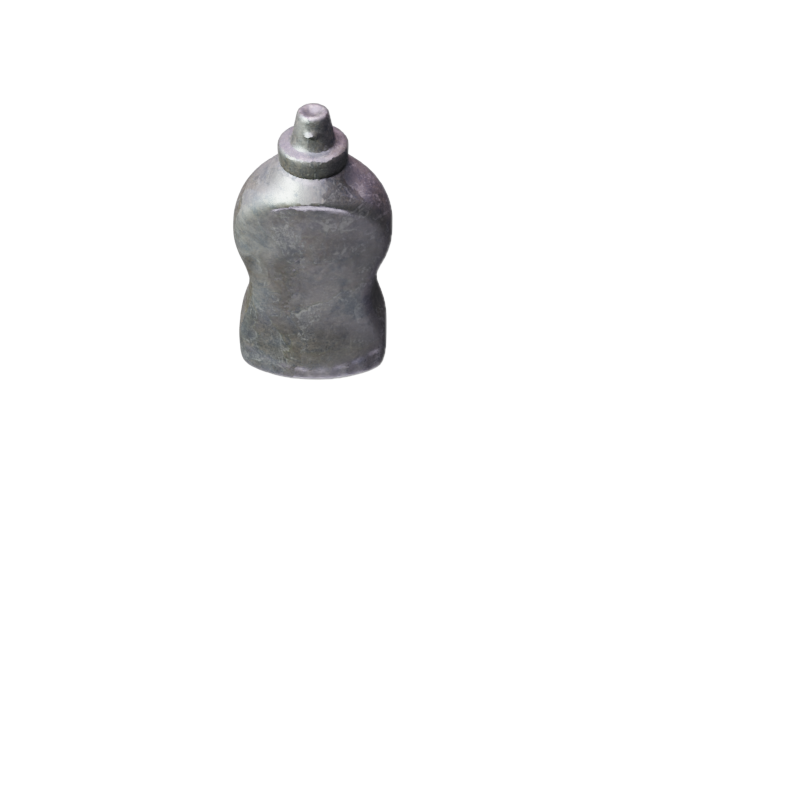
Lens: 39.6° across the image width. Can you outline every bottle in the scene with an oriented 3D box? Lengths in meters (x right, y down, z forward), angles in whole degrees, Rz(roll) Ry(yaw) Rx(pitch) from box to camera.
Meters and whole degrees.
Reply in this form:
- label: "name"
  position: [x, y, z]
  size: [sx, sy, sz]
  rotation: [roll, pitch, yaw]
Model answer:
- label: "bottle"
  position: [-0.053, -0.097, 0.680]
  size: [0.096, 0.179, 0.062]
  rotation: [4, 43, 1]
